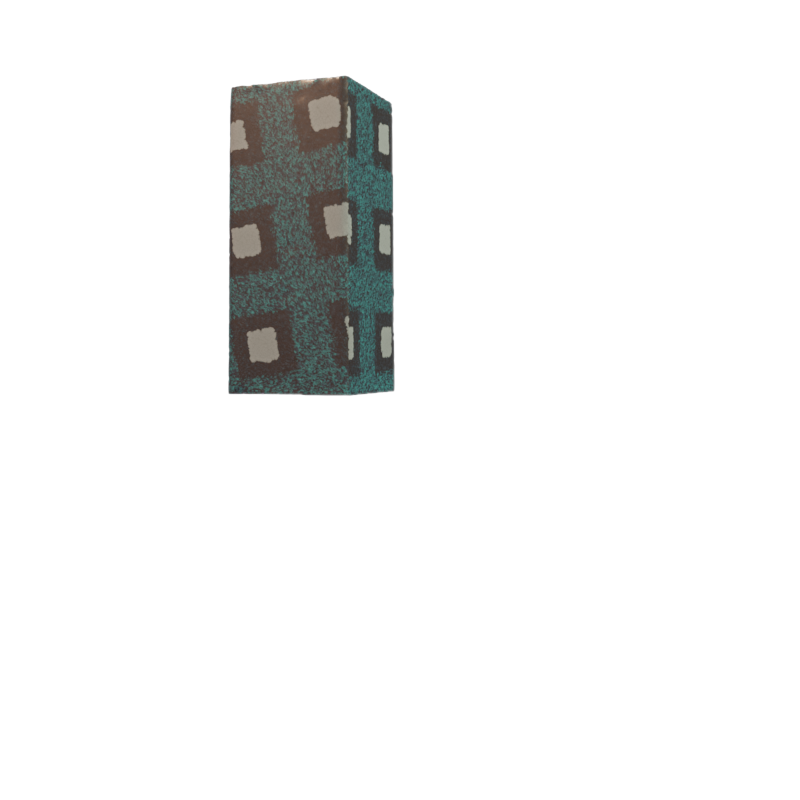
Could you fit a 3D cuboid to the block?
[{"bbox_3d":[-0.060,-0.109,0.764,0.092,0.209,0.087,-2,-5,21],"label":"block"}]
